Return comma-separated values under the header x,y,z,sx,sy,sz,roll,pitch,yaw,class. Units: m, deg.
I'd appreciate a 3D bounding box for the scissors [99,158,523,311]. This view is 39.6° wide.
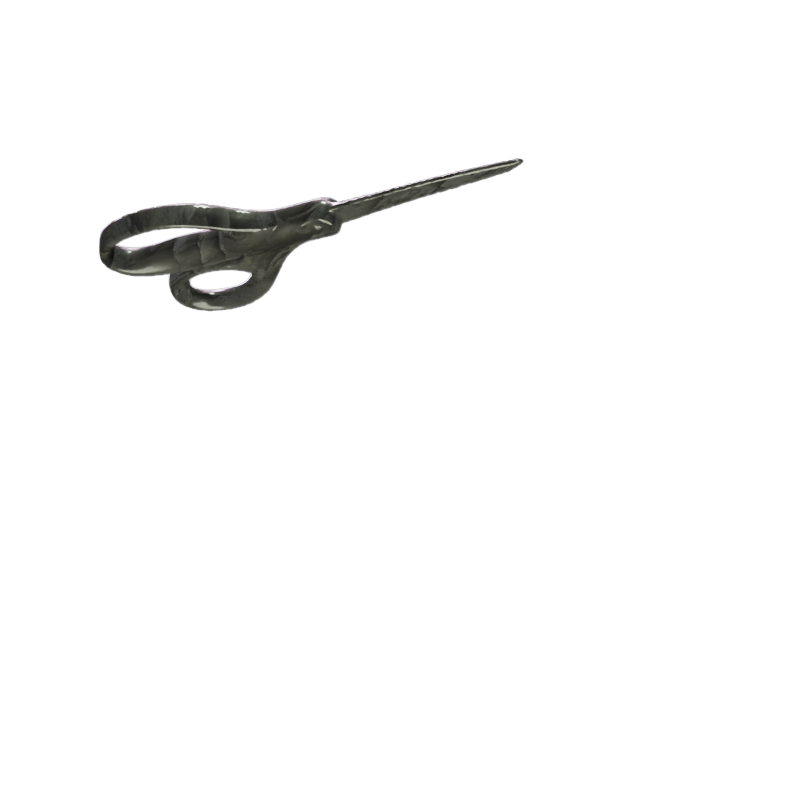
x,y,z,sx,sy,sz,roll,pitch,yaw,class
-0.041,-0.075,0.523,0.204,0.017,0.090,-5,-24,11,scissors
